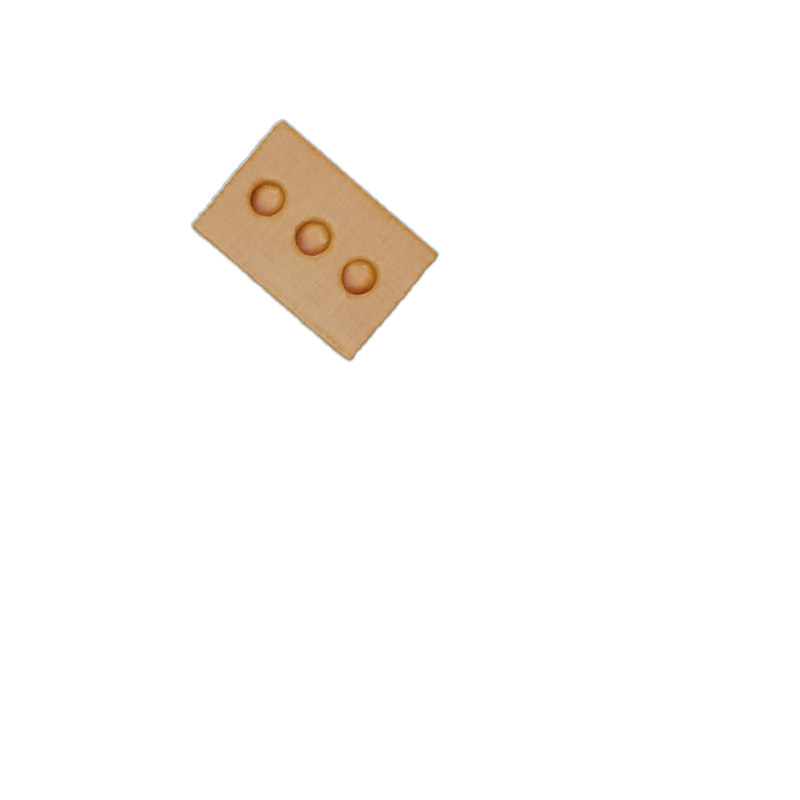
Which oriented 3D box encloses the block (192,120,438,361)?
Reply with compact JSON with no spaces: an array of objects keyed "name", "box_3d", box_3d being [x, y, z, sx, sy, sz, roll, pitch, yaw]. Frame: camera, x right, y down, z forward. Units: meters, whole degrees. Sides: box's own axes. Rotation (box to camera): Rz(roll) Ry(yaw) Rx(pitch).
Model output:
[{"name":"block","box_3d":[-0.033,-0.060,0.423,0.078,0.053,0.051,40,-1,-1]}]
